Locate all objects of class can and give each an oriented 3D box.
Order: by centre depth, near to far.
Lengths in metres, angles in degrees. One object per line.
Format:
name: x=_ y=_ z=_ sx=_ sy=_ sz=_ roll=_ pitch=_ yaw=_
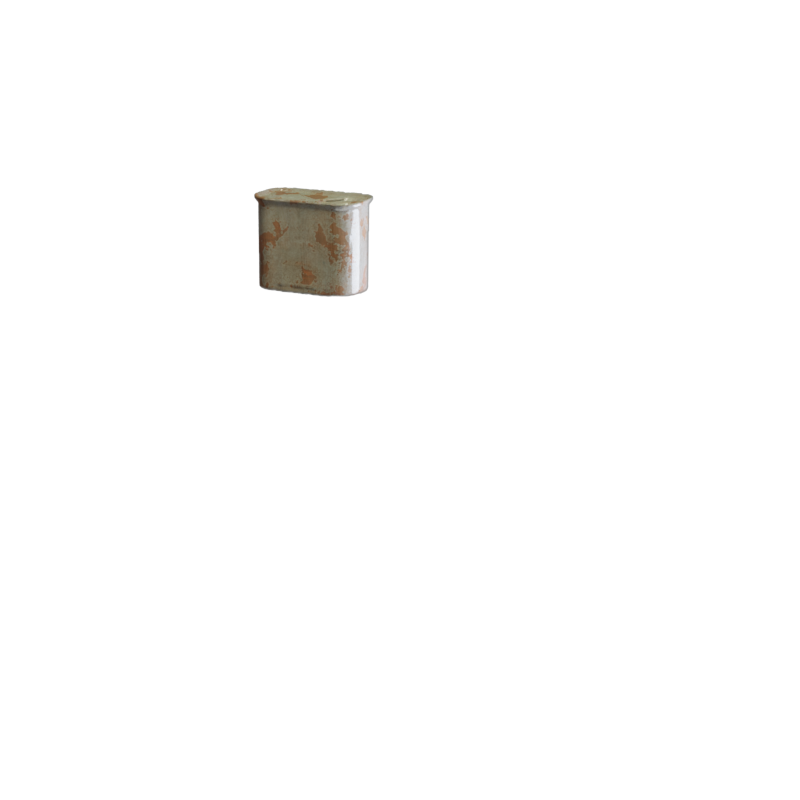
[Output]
can: x=-0.076 y=-0.139 z=0.973 sx=0.105 sy=0.081 sz=0.057 roll=8 pitch=16 yaw=23
